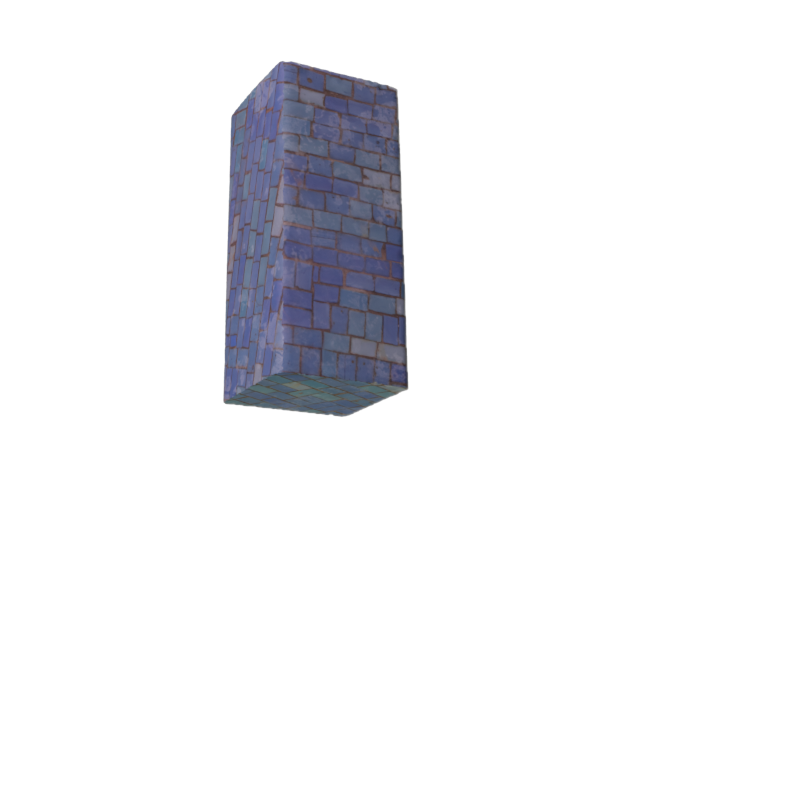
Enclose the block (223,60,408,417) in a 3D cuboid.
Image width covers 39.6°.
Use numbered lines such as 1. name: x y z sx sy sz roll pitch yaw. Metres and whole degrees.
1. block: -0.057 -0.104 0.725 0.087 0.216 0.089 9 -22 -27
